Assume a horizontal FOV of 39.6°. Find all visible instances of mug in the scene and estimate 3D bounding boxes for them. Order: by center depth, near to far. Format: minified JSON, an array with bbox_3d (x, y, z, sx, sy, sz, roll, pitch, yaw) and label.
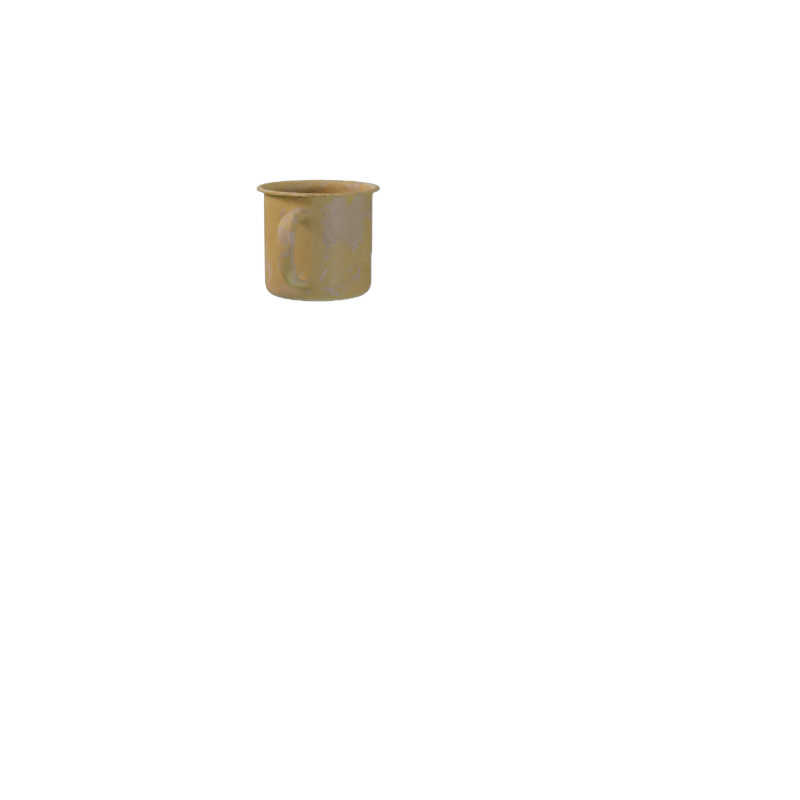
[{"bbox_3d":[-0.065,-0.119,0.831,0.095,0.079,0.118,4,15,14],"label":"mug"}]
